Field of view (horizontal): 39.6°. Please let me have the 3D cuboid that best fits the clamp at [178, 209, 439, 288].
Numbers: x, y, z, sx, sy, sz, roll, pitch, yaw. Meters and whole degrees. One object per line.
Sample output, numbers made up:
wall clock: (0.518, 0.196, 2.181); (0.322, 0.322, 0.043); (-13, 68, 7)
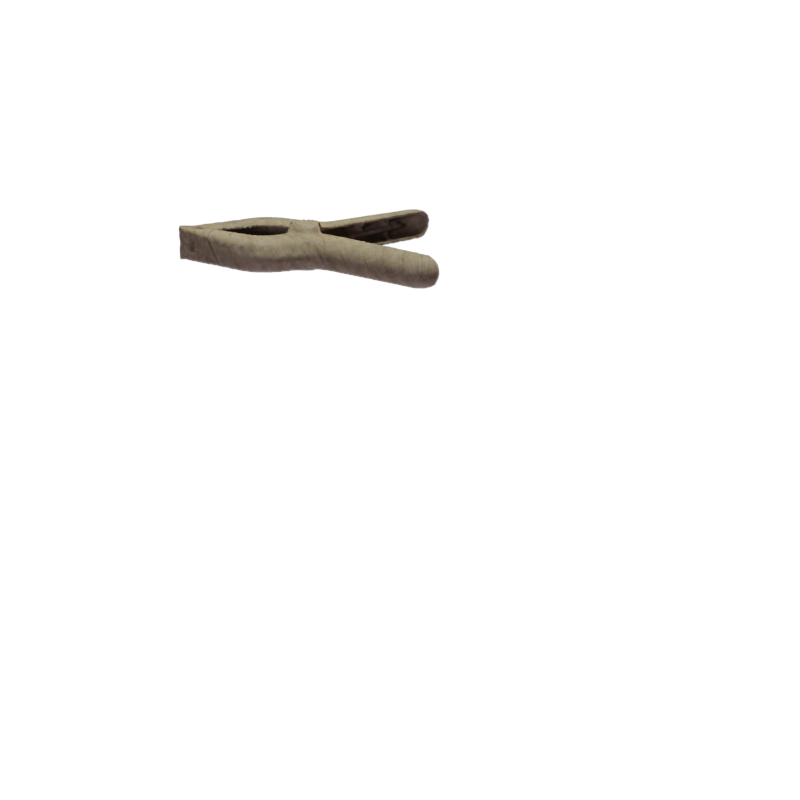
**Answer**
clamp: (-0.070, -0.127, 0.888); (0.213, 0.035, 0.169); (3, 21, 8)
